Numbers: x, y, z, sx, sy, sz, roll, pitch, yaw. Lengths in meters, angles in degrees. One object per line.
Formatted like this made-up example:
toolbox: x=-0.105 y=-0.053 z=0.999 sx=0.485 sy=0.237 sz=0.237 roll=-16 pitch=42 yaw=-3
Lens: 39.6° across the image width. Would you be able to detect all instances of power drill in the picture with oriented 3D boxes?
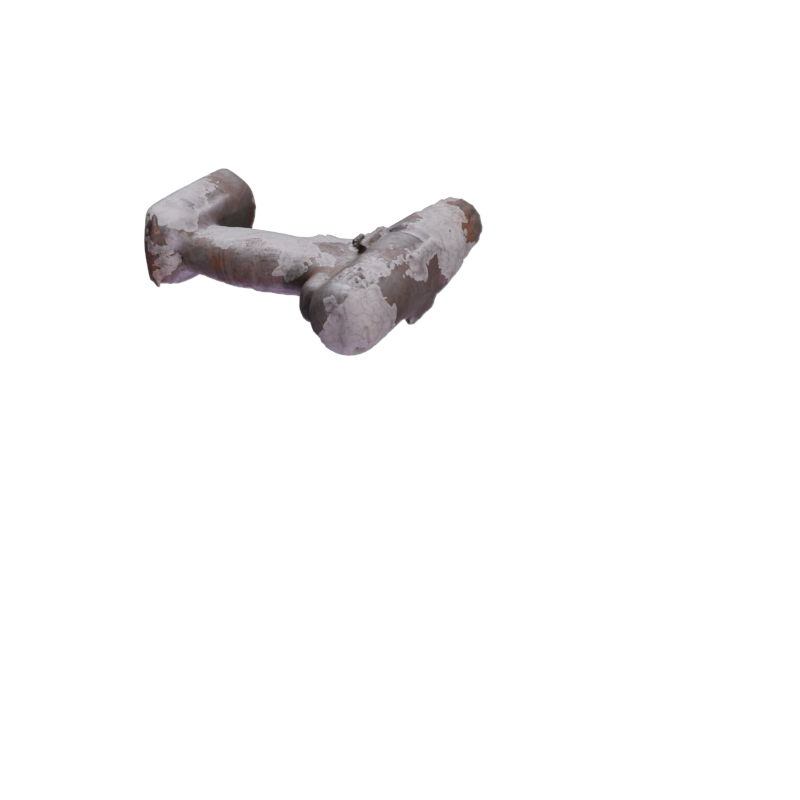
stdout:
power drill: x=-0.057 y=-0.103 z=0.724 sx=0.196 sy=0.054 sz=0.187 roll=14 pitch=32 yaw=24
